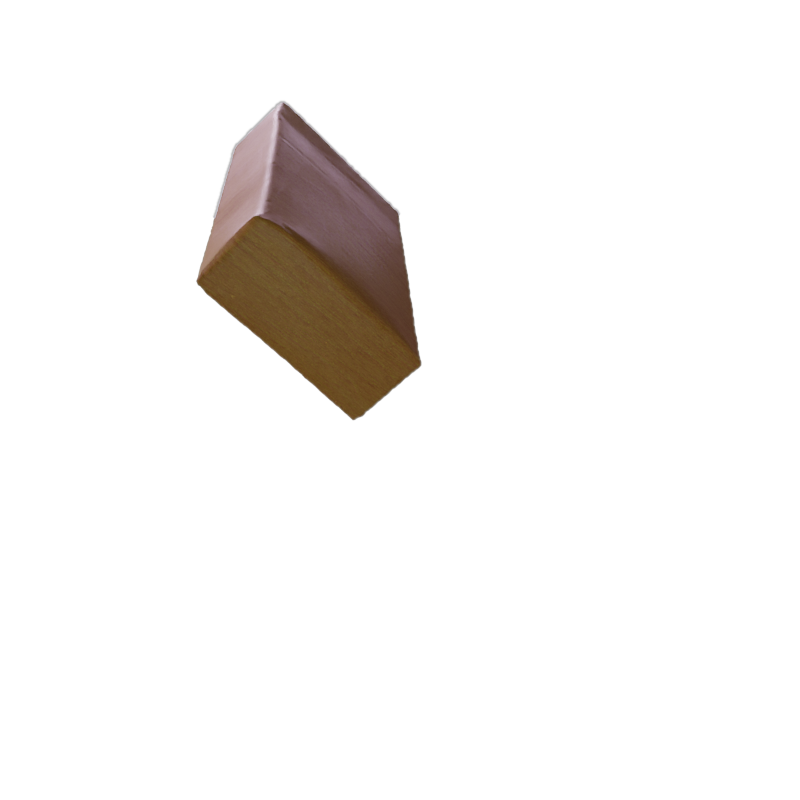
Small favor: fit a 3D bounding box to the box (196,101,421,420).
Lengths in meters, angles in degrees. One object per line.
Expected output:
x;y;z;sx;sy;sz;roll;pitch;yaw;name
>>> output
-0.041;-0.074;0.521;0.089;0.047;0.186;41;17;-20;box
